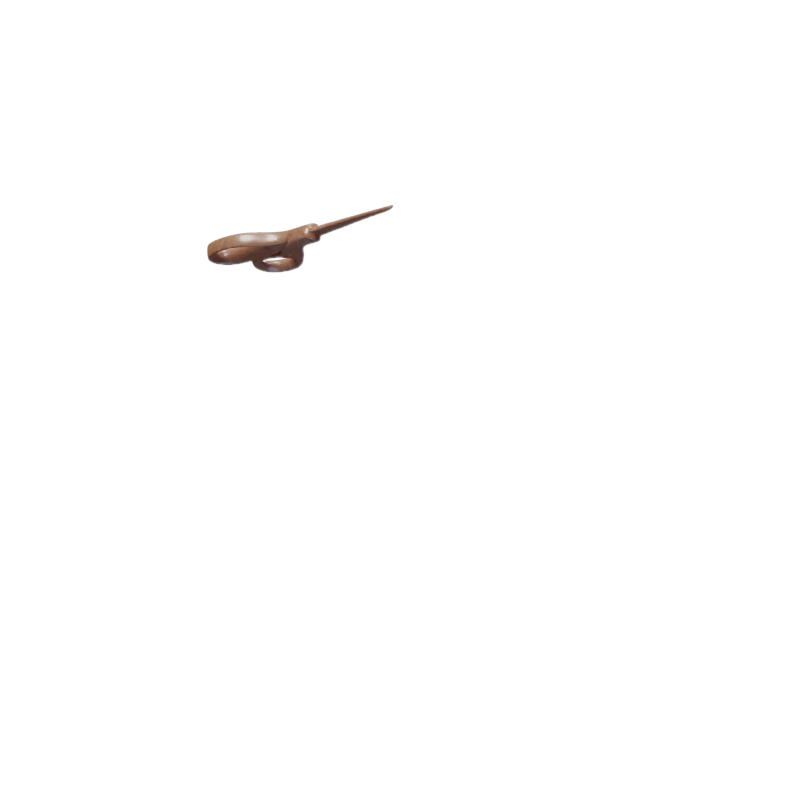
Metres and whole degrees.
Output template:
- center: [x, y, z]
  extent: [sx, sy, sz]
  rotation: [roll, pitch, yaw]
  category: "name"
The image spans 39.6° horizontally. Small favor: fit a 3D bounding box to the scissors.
- center: [-0.076, -0.139, 0.972]
  extent: [0.206, 0.016, 0.091]
  rotation: [-6, -12, 28]
  category: "scissors"
